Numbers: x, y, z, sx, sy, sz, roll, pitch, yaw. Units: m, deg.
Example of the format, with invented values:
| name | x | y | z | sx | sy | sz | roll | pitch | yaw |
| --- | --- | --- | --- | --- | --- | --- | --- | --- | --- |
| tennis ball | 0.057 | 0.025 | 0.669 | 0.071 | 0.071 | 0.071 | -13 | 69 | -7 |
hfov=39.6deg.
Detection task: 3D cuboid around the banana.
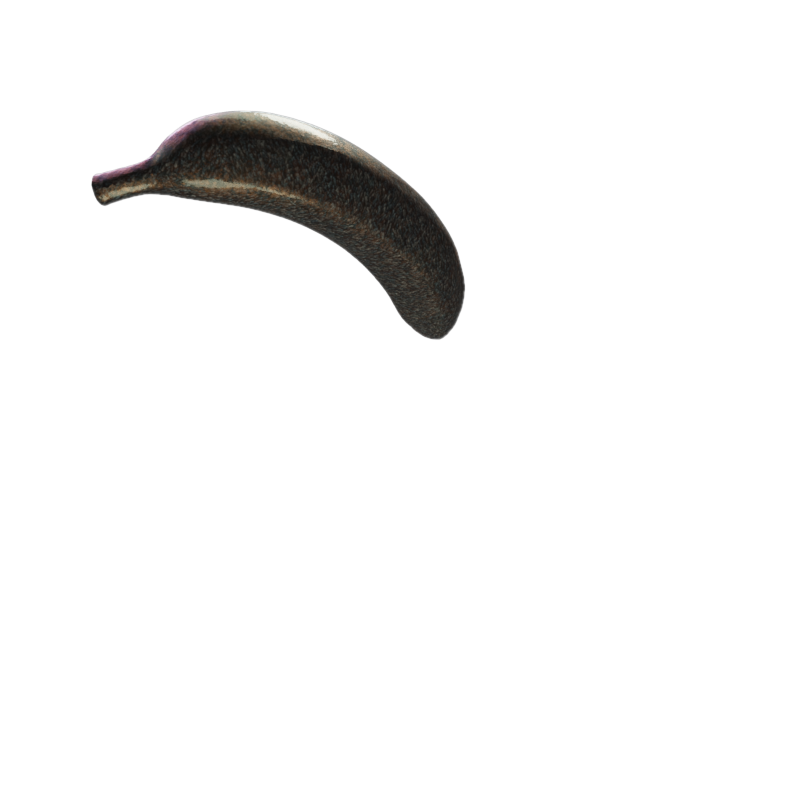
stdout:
| name | x | y | z | sx | sy | sz | roll | pitch | yaw |
| --- | --- | --- | --- | --- | --- | --- | --- | --- | --- |
| banana | -0.026 | -0.073 | 0.454 | 0.186 | 0.039 | 0.070 | 22 | -33 | -40 |
